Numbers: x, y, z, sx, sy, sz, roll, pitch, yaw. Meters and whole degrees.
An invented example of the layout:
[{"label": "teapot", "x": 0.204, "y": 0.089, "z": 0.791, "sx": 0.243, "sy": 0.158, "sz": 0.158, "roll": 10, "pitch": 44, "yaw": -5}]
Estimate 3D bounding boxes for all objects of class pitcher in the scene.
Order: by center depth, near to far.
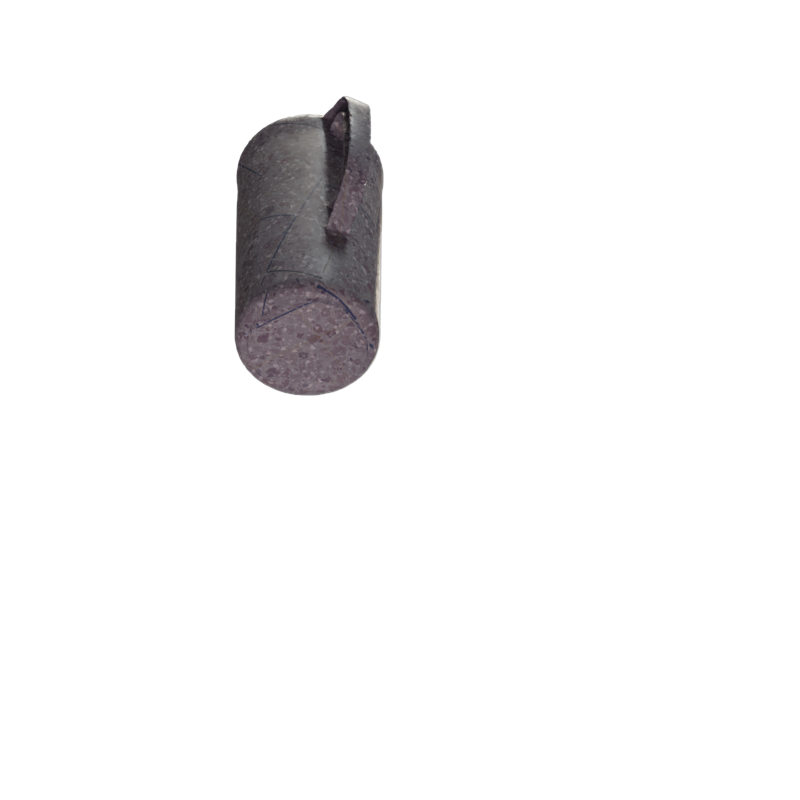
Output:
[{"label": "pitcher", "x": -0.071, "y": -0.129, "z": 0.901, "sx": 0.146, "sy": 0.138, "sz": 0.260, "roll": -16, "pitch": 38, "yaw": 10}]
